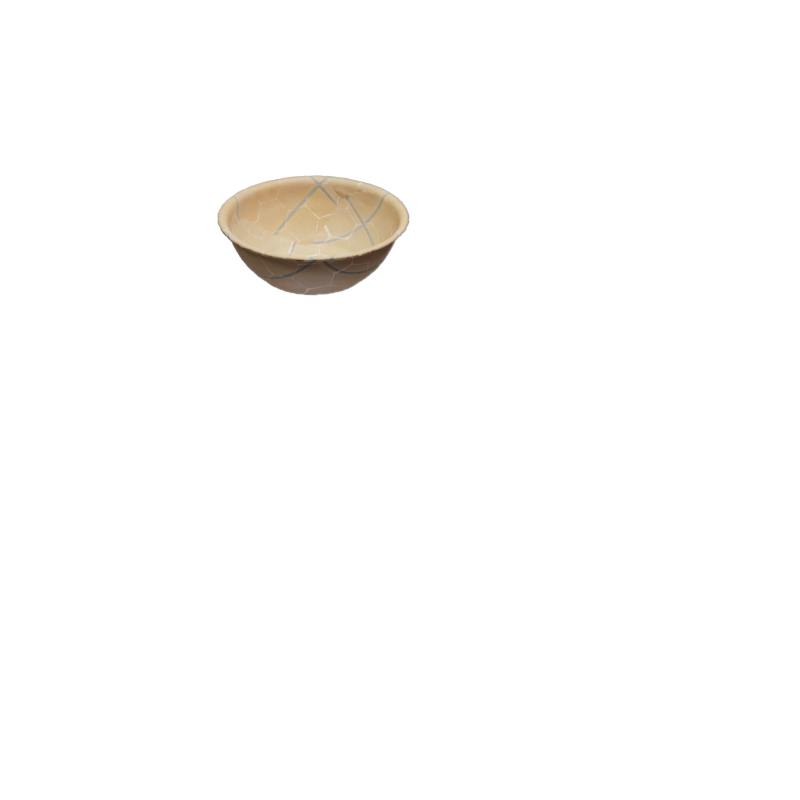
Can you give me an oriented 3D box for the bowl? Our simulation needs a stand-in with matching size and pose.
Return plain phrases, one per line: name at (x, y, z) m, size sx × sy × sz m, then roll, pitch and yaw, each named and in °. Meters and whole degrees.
bowl at (-0.074, -0.135, 0.945) m, size 0.162 × 0.052 × 0.172 m, roll -1°, pitch 32°, yaw -2°
